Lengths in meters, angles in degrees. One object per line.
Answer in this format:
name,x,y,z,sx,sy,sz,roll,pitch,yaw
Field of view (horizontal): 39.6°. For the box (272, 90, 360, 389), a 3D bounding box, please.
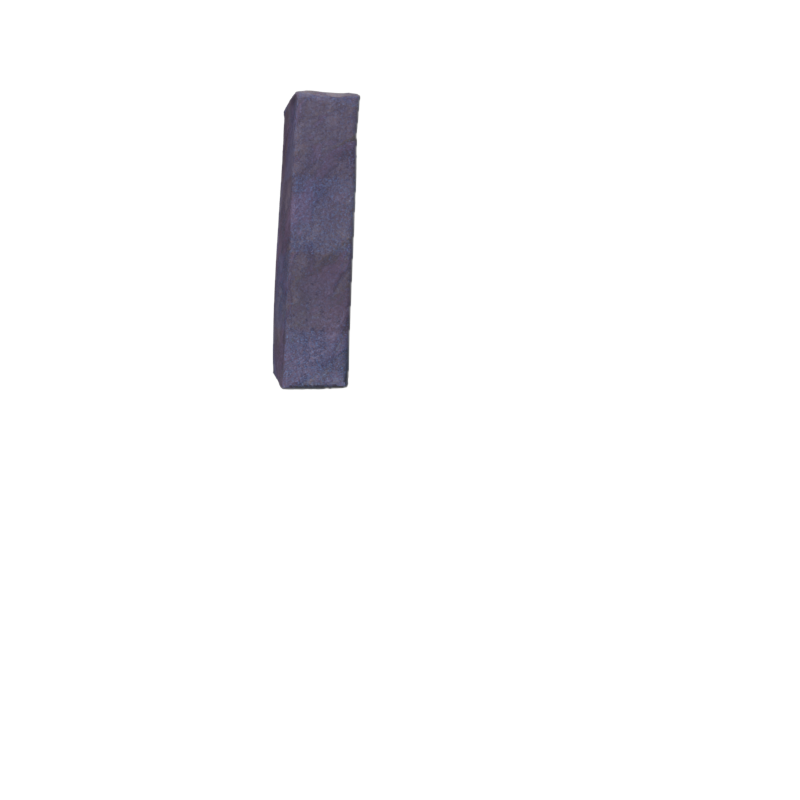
box,-0.054,-0.099,0.692,0.047,0.177,0.094,0,0,-10
